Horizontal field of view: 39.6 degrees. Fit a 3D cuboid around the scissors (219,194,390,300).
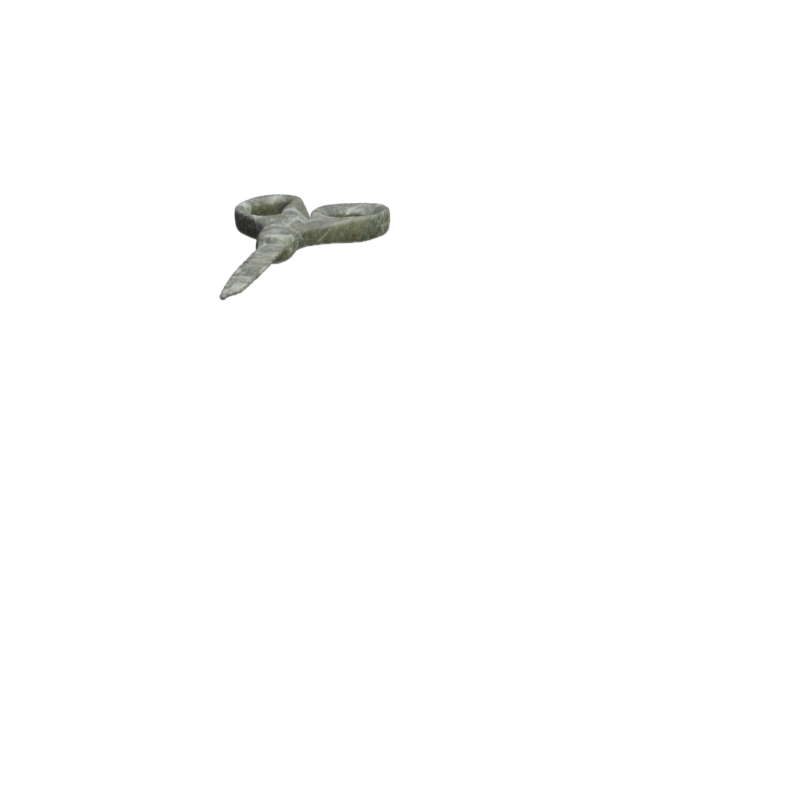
[{"bbox_3d":[-0.044,-0.080,0.562,0.095,0.015,0.211,-3,21,-8],"label":"scissors"}]
